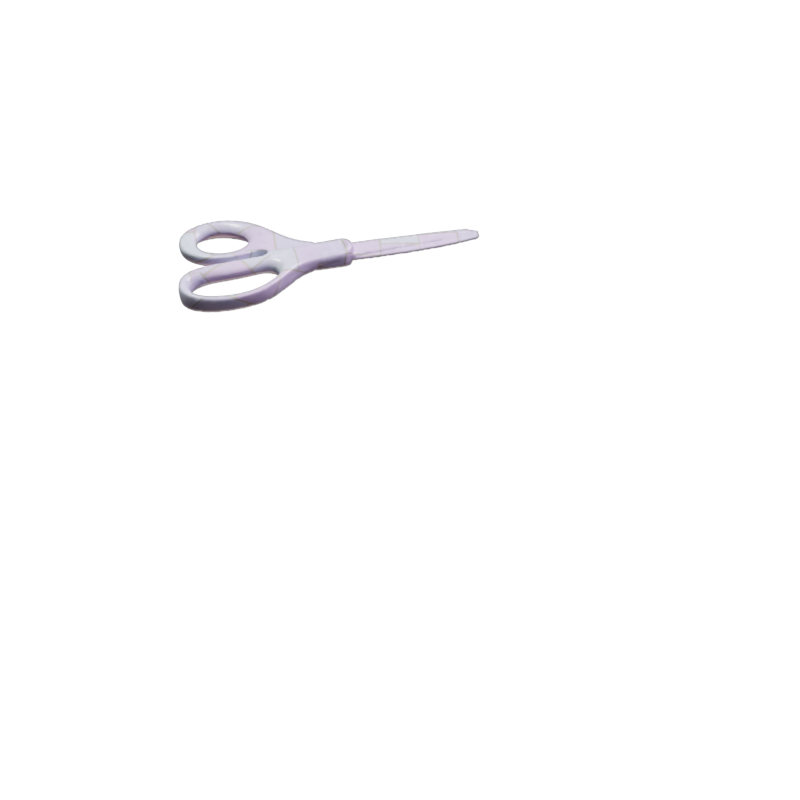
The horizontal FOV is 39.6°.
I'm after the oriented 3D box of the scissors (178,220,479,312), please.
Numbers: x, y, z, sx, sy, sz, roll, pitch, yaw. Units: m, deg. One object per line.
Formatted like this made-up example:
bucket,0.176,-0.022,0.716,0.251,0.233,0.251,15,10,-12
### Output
scissors,-0.057,-0.105,0.733,0.199,0.015,0.104,-21,44,-24
